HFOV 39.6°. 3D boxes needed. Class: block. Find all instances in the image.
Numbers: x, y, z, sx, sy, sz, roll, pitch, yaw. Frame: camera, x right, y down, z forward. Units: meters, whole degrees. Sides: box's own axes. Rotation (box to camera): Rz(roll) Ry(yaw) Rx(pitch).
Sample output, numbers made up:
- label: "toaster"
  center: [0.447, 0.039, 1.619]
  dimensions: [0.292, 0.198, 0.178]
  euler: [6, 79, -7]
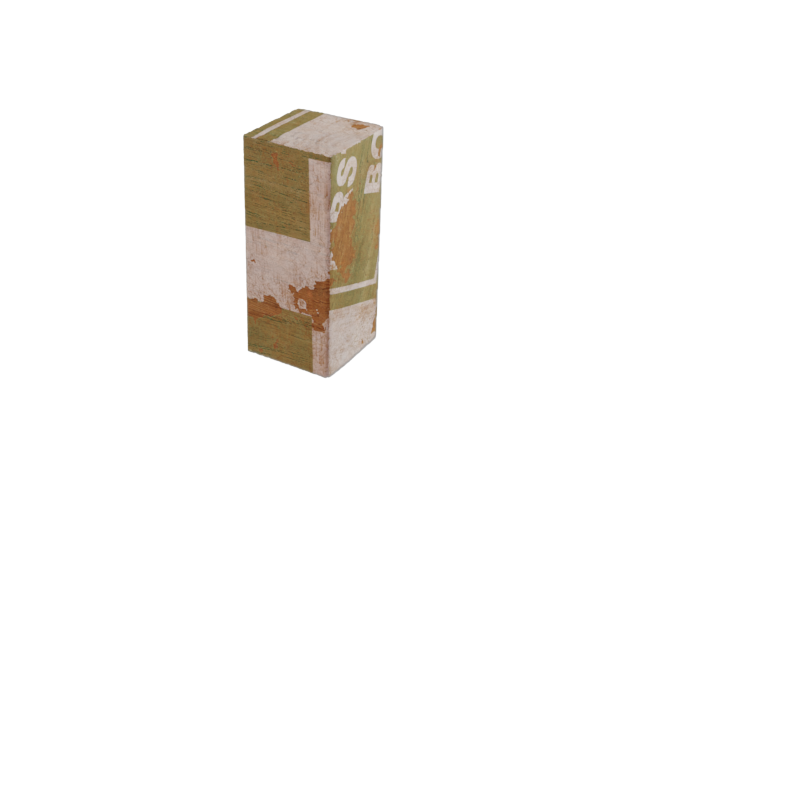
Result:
- label: "block"
  center: [-0.076, -0.139, 0.972]
  dimensions: [0.095, 0.195, 0.091]
  euler: [17, 31, 26]
